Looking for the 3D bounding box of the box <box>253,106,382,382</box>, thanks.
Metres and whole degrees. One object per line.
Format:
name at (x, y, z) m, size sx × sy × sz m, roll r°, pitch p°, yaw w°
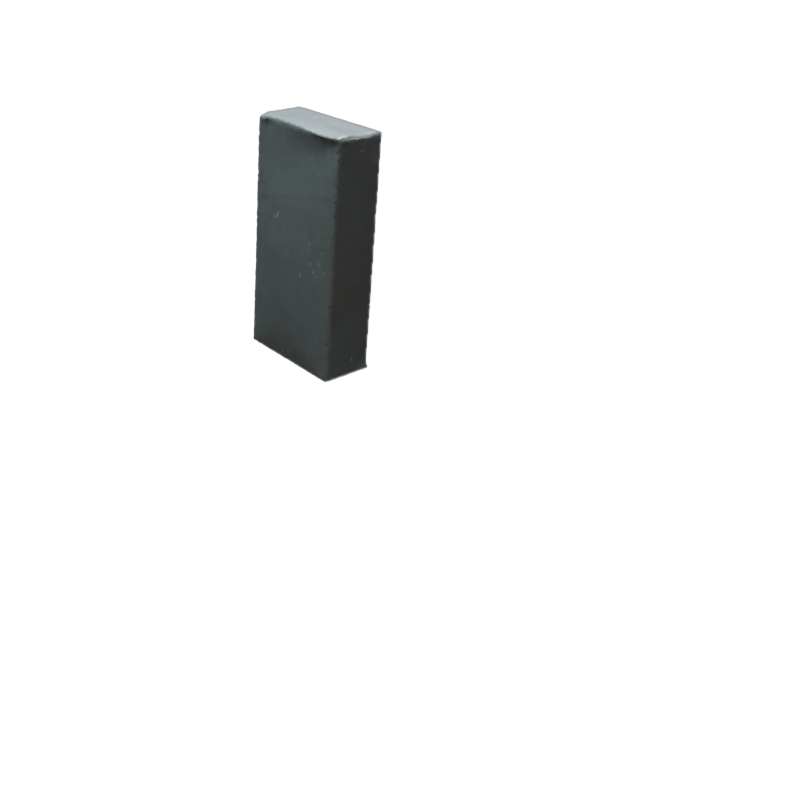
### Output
box at (-0.062, -0.112, 0.786) m, size 0.047 × 0.168 × 0.100 m, roll -15°, pitch 28°, yaw -37°
